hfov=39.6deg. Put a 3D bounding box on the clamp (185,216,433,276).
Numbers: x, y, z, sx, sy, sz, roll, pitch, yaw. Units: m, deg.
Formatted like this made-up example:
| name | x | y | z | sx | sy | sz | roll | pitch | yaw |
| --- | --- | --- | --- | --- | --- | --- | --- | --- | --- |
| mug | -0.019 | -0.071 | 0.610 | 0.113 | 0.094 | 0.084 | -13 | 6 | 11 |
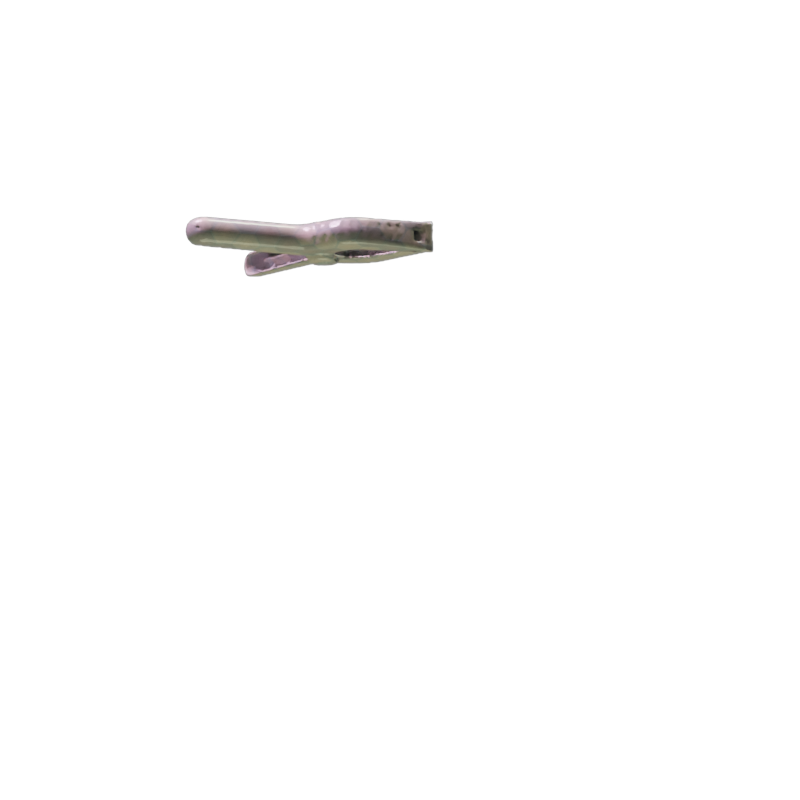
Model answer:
| name | x | y | z | sx | sy | sz | roll | pitch | yaw |
| --- | --- | --- | --- | --- | --- | --- | --- | --- | --- |
| clamp | -0.078 | -0.142 | 0.993 | 0.215 | 0.037 | 0.157 | -2 | -5 | 21 |
